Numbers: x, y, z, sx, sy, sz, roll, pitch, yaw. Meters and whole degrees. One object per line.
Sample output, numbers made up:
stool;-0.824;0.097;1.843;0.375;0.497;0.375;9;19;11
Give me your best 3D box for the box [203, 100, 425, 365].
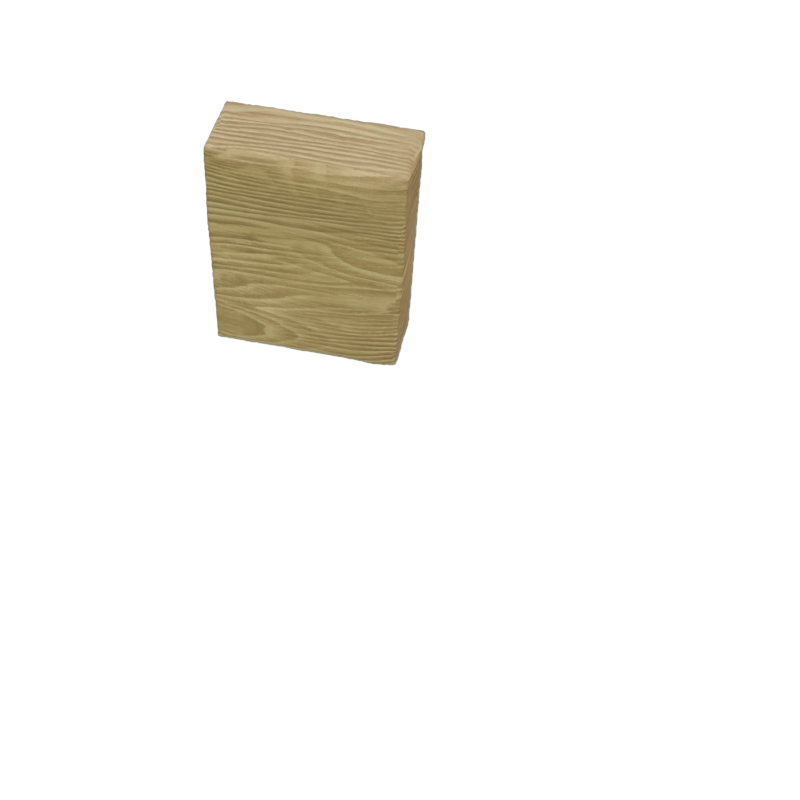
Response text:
box;-0.072;-0.131;0.915;0.167;0.076;0.199;11;-42;8
